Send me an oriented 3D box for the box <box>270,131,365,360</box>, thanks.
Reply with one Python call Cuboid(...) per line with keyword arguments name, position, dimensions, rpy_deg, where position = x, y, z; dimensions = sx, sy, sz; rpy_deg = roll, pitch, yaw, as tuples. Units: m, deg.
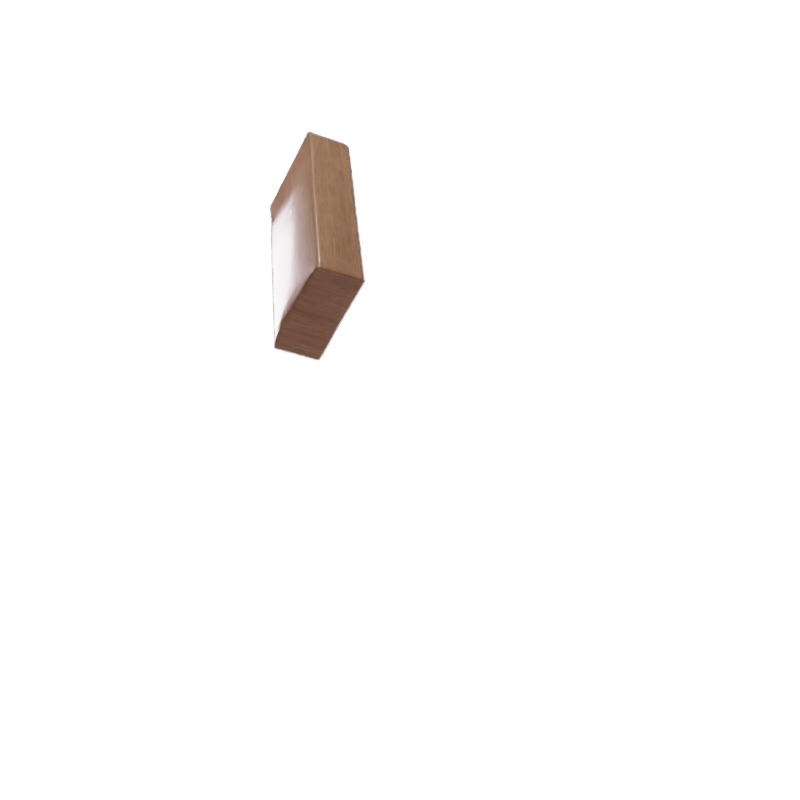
Cuboid(name="box", position=(-0.070, -0.128, 0.898), dimensions=(0.046, 0.189, 0.090), rpy_deg=(17, -49, -20))
